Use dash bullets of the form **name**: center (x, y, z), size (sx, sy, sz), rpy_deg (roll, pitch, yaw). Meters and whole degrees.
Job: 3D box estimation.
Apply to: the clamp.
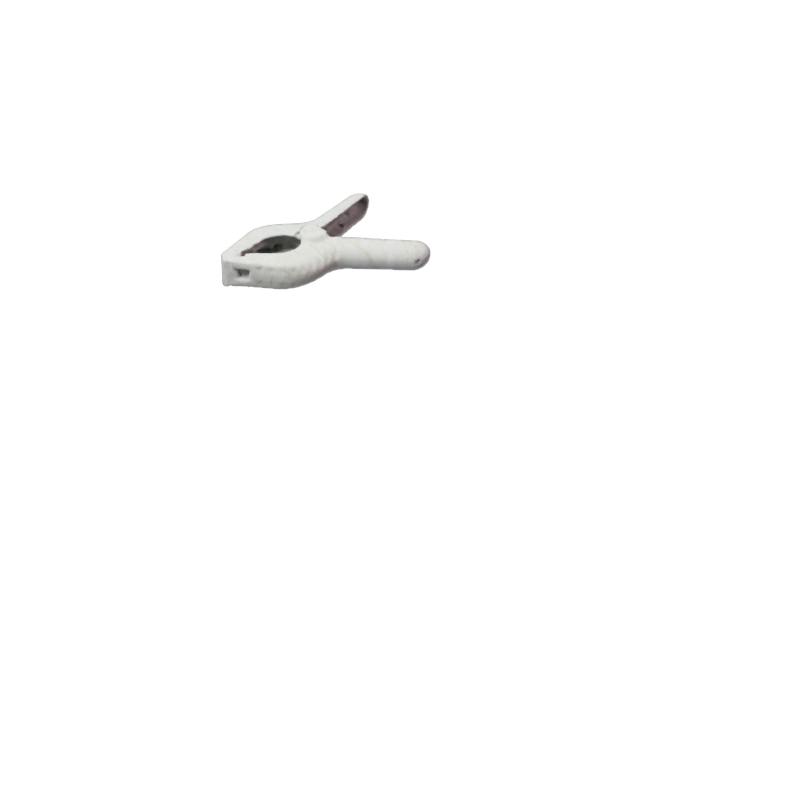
- **clamp**: center (-0.074, -0.134, 0.940), size (0.169, 0.037, 0.129), rpy_deg (-9, 30, -17)
